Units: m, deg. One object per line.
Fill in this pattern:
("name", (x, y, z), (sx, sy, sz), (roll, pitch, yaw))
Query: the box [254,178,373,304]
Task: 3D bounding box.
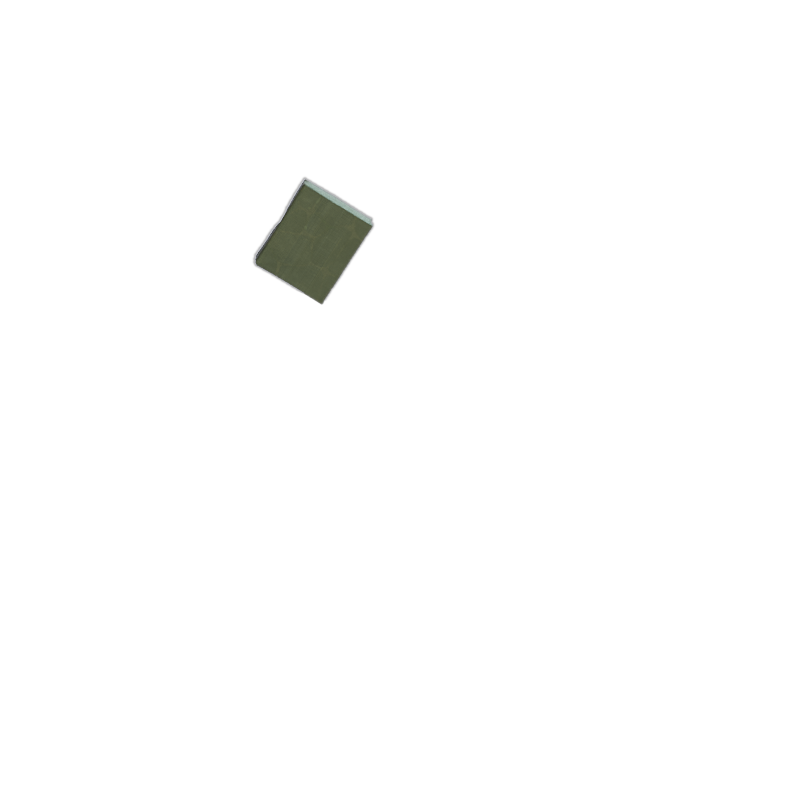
("box", (-0.078, -0.142, 0.995), (0.072, 0.088, 0.031), (31, 13, -9))
